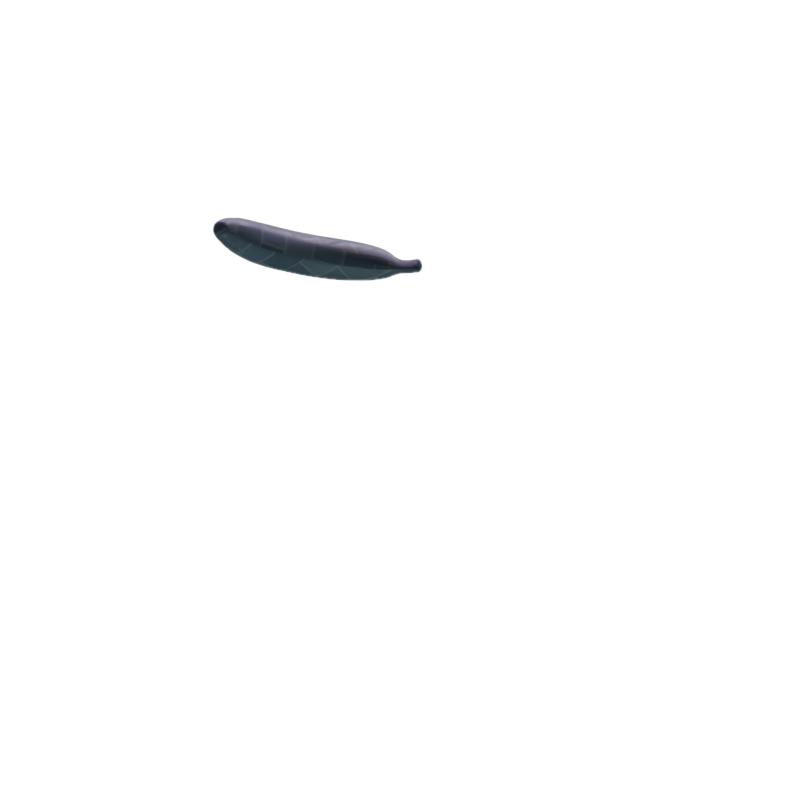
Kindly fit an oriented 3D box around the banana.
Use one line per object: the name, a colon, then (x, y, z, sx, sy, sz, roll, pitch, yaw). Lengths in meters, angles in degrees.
banana: (-0.082, -0.135, 0.994, 0.191, 0.038, 0.069, 6, -16, -24)
